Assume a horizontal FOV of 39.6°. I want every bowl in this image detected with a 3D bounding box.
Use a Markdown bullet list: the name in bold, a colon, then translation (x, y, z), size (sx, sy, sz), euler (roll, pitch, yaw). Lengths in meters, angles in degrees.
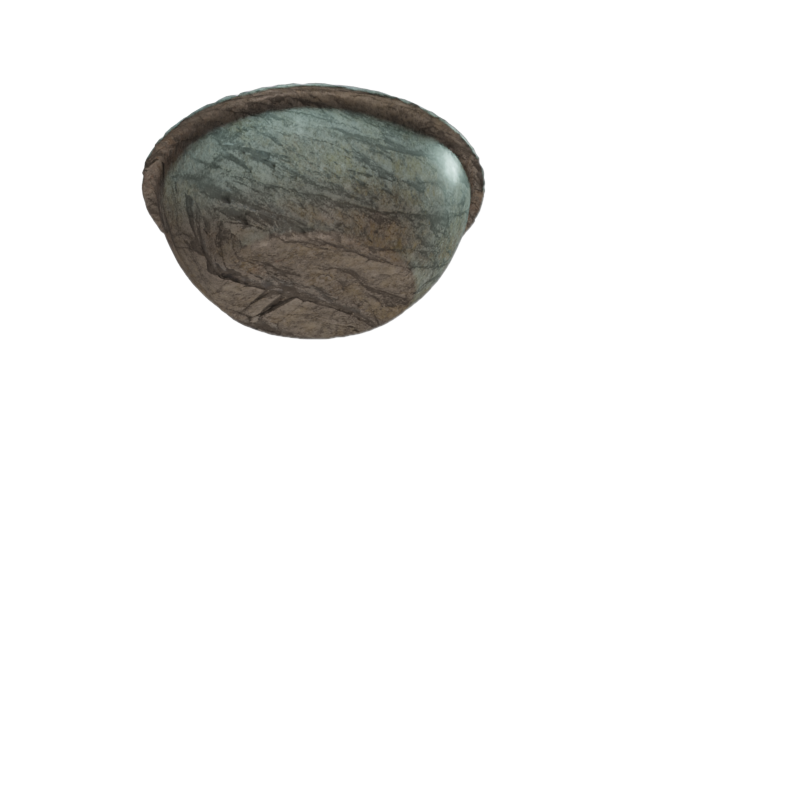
- **bowl**: translation (-0.040, -0.073, 0.510), size (0.162, 0.059, 0.152), euler (1, -28, -2)
